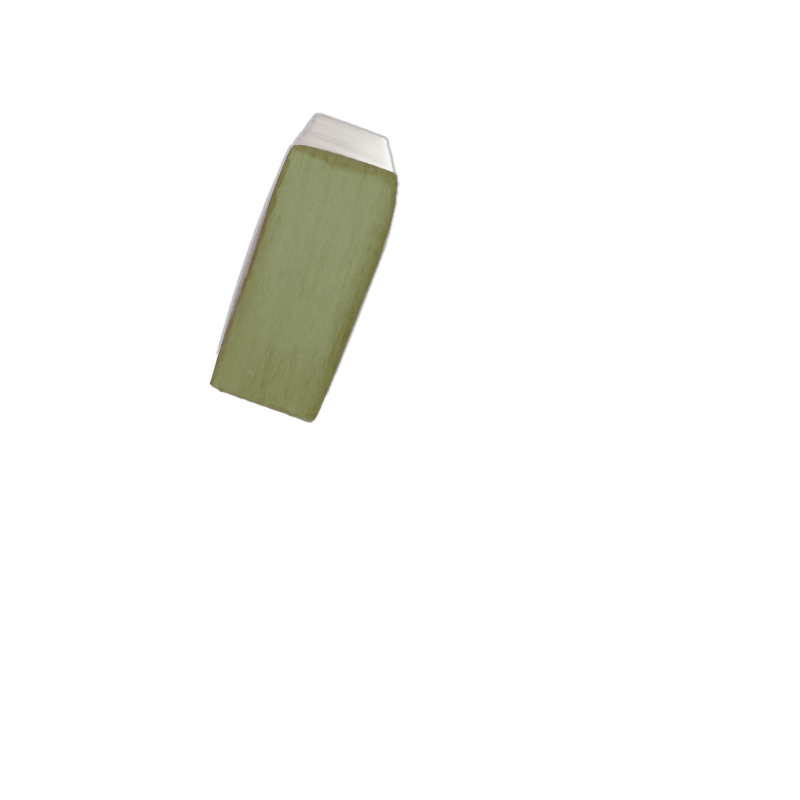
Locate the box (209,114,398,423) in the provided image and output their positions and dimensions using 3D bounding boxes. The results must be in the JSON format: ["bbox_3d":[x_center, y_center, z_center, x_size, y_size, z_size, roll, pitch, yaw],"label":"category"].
[{"bbox_3d":[-0.037,-0.066,0.462,0.047,0.091,0.182,19,14,-10],"label":"box"}]
